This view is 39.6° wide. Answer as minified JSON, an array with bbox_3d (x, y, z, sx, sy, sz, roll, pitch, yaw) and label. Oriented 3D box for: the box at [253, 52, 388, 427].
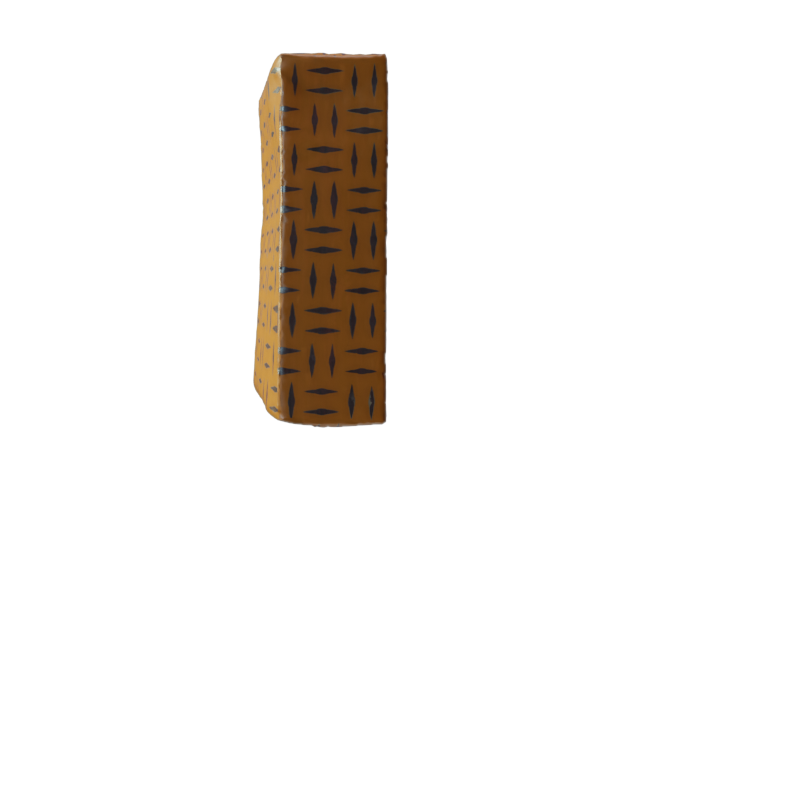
[{"bbox_3d":[-0.055,-0.100,0.704,0.071,0.214,0.167,0,2,-11],"label":"box"}]
